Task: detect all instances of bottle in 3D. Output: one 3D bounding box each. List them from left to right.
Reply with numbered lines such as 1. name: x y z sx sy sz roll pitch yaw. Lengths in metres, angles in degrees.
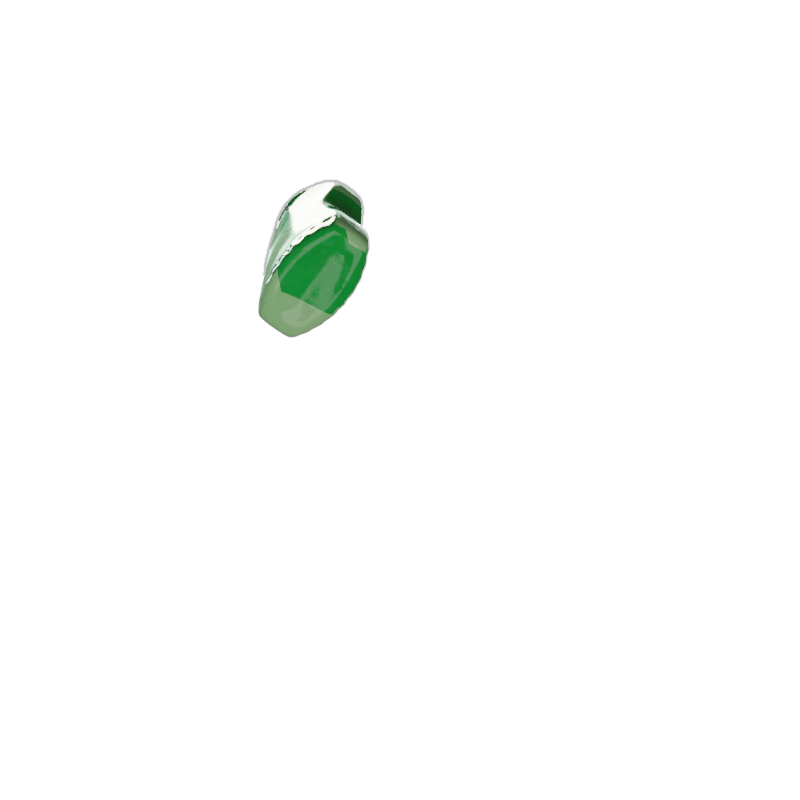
1. bottle: -0.069 -0.126 0.883 0.056 0.094 0.202 35 18 -18
